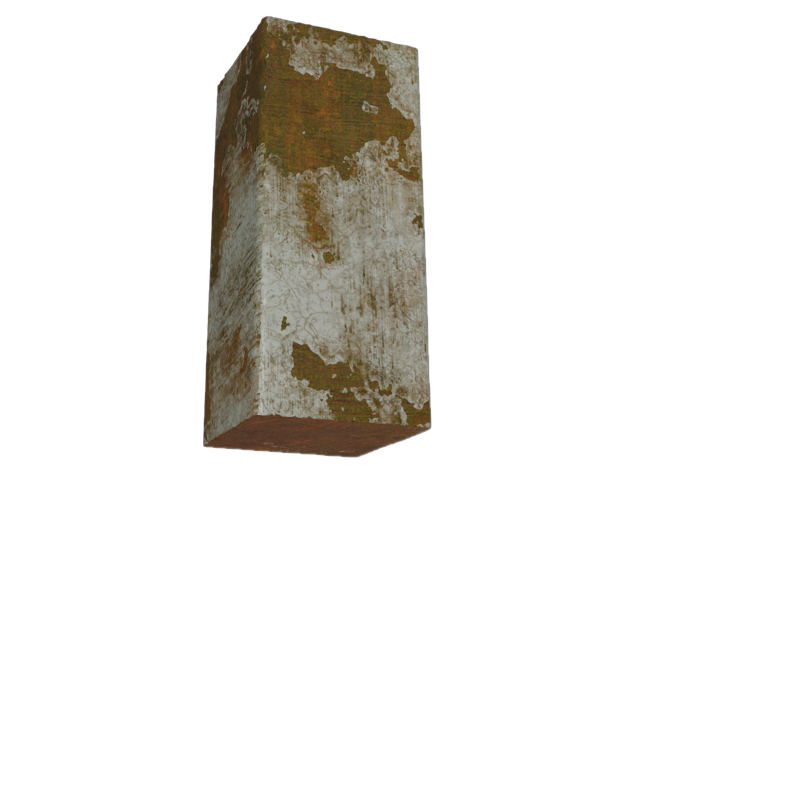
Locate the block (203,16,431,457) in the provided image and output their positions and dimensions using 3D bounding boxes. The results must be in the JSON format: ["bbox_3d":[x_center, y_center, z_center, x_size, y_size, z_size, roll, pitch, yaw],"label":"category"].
[{"bbox_3d":[-0.045,-0.083,0.580,0.088,0.216,0.089,7,-21,-23],"label":"block"}]
